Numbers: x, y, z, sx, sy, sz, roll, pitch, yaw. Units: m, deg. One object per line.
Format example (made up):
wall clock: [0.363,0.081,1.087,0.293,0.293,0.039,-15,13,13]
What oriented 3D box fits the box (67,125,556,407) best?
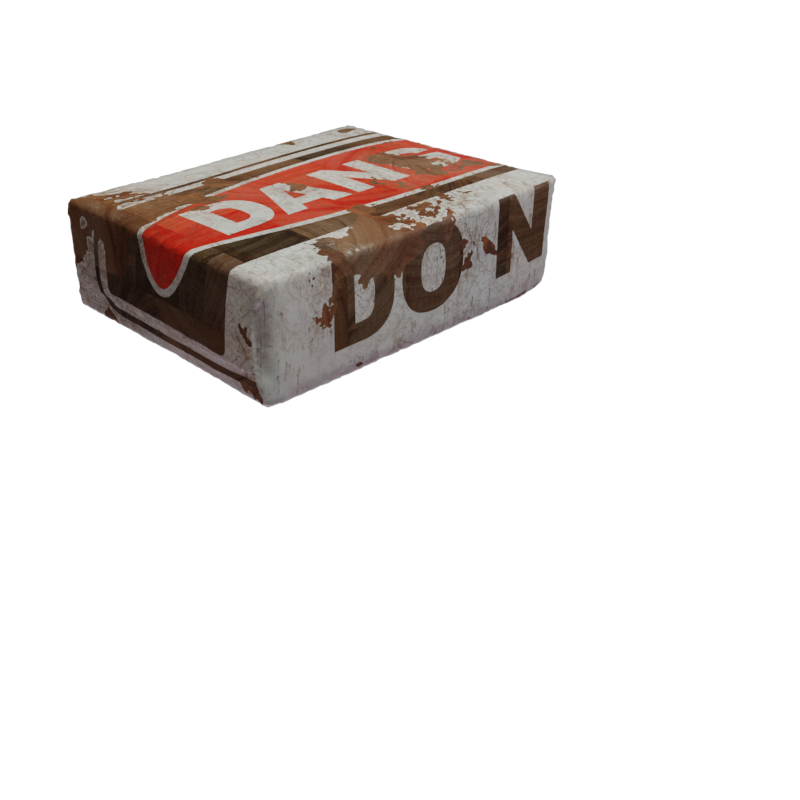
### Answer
box: [-0.025,-0.046,0.323,0.112,0.037,0.096,-23,34,-38]
